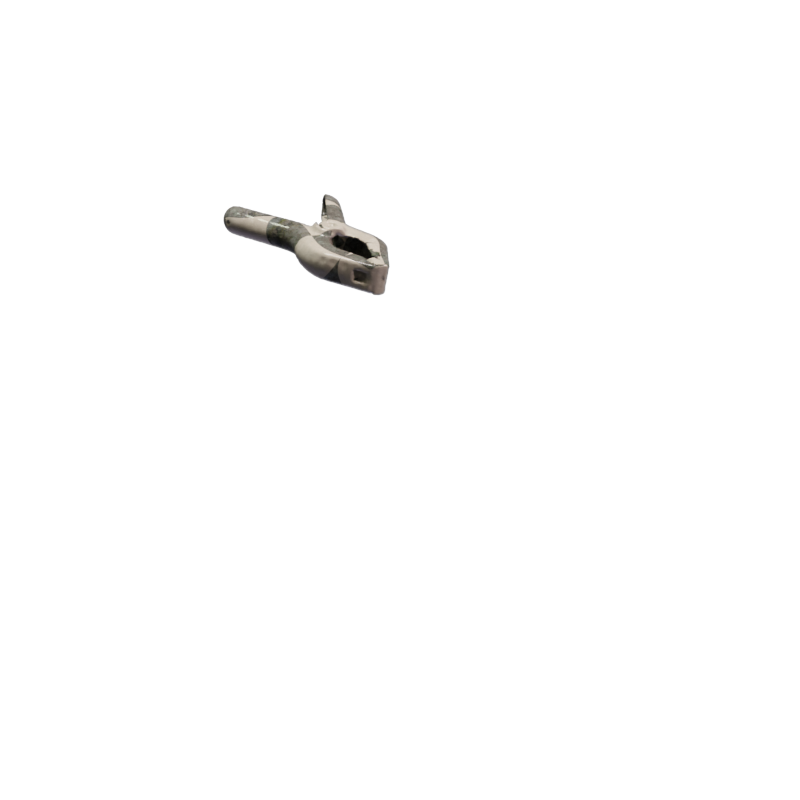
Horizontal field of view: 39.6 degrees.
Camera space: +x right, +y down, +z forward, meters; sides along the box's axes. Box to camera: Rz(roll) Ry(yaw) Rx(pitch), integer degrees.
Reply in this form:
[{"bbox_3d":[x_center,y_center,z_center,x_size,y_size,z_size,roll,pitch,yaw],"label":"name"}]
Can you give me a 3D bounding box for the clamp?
[{"bbox_3d":[-0.076,-0.138,0.966,0.118,0.037,0.184,-14,32,-24],"label":"clamp"}]
